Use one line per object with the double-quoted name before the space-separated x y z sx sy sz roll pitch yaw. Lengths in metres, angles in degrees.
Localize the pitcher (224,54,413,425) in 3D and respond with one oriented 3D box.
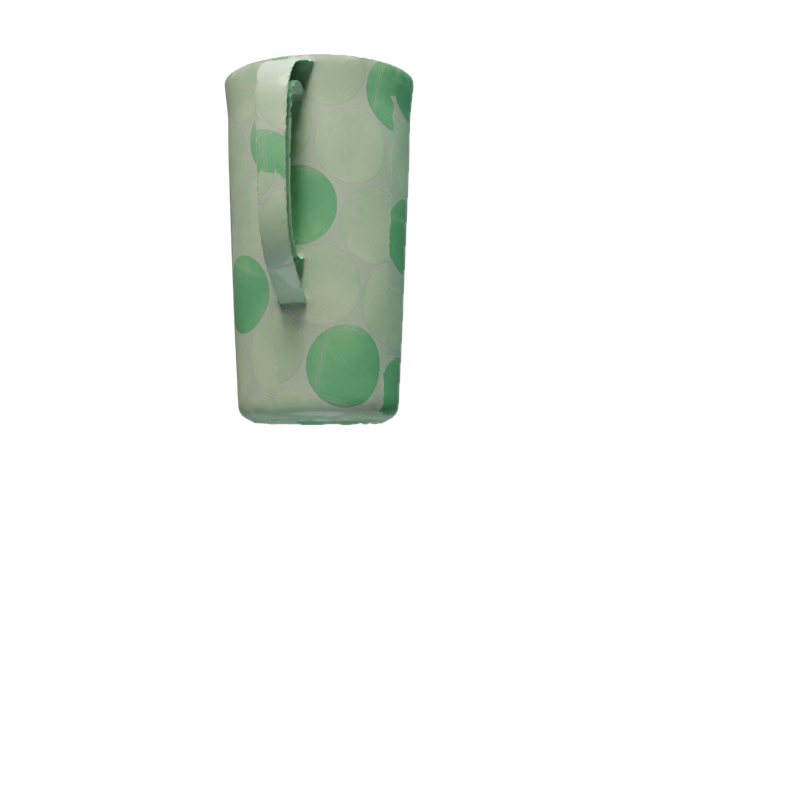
"pitcher" -0.059 -0.108 0.753 0.143 0.249 0.147 5 -10 -32
